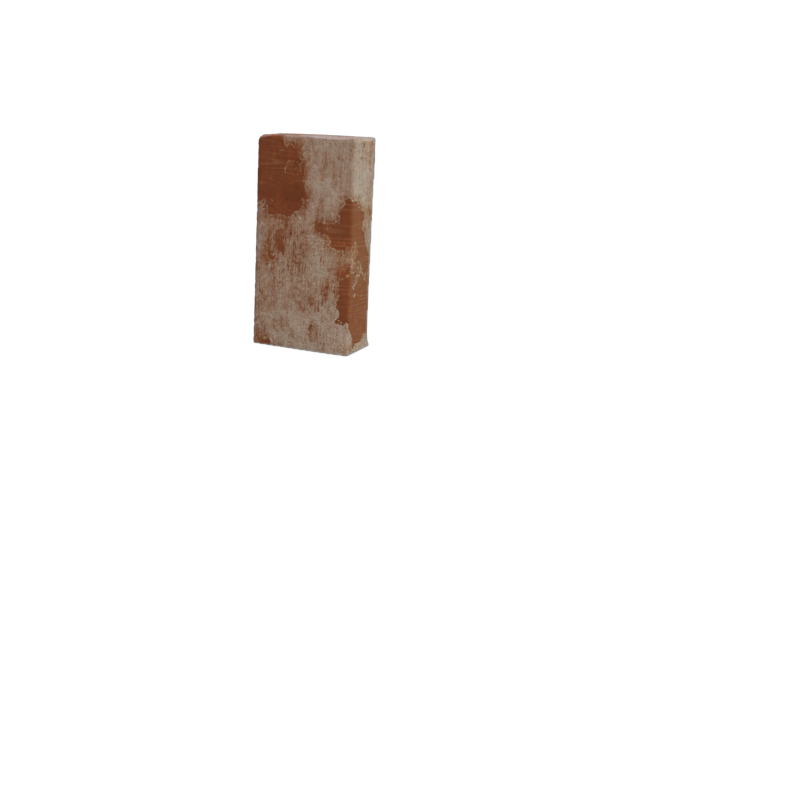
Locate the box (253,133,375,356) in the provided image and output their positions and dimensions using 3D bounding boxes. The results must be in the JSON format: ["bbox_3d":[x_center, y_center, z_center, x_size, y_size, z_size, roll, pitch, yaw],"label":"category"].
[{"bbox_3d":[-0.072,-0.131,0.915,0.097,0.172,0.047,6,11,27],"label":"box"}]
